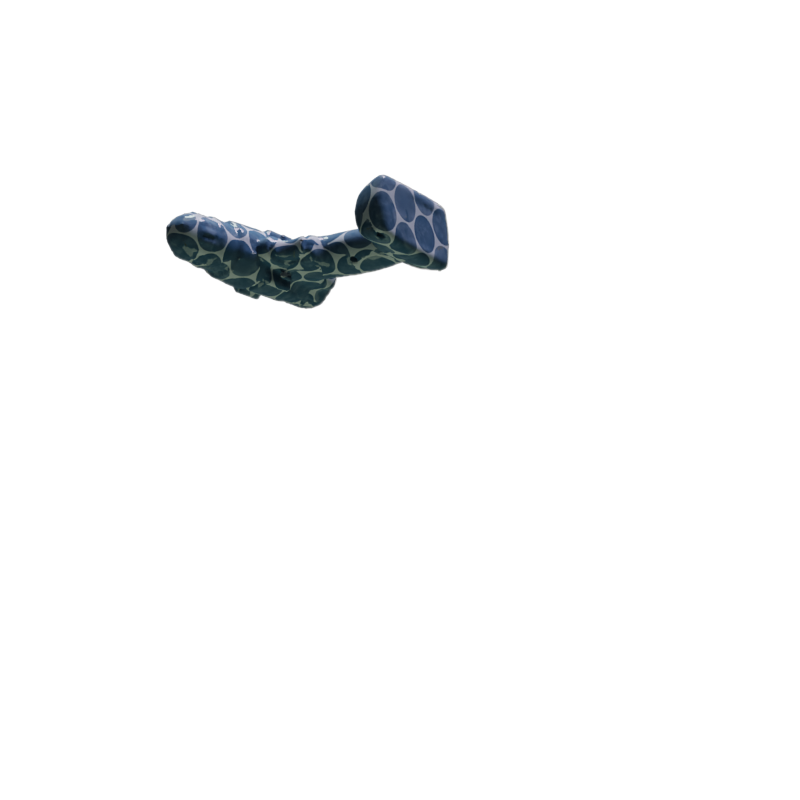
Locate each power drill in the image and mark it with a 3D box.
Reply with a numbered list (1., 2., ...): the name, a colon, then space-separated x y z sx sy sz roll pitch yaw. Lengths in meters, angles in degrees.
1. power drill: -0.070 -0.128 0.898 0.192 0.059 0.174 -9 -14 35
